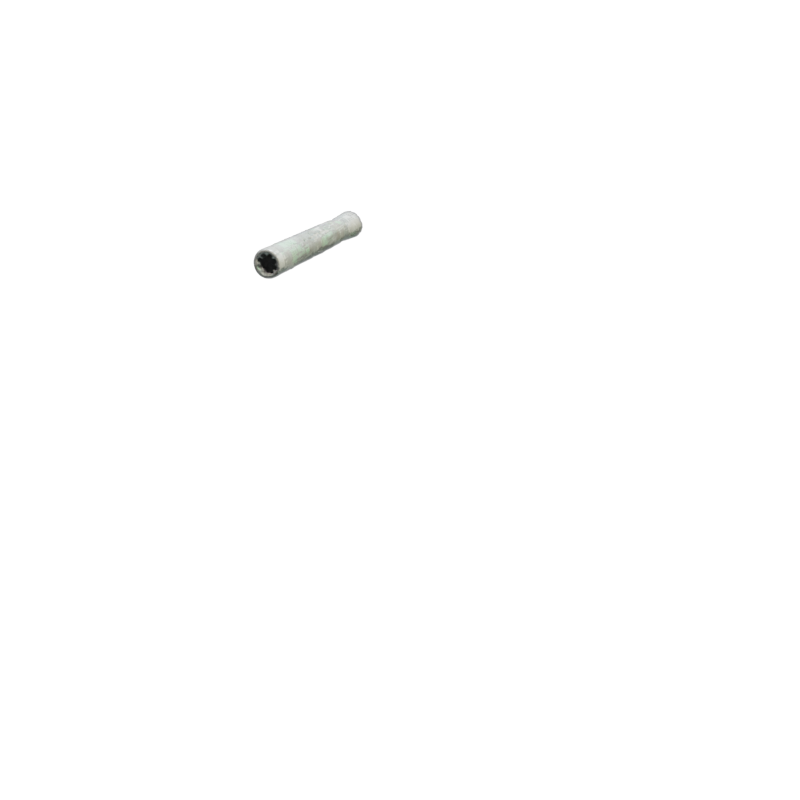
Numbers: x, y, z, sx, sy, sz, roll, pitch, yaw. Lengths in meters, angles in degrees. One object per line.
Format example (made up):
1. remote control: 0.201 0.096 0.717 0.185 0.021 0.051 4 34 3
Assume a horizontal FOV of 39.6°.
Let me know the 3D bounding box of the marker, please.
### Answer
1. marker: -0.056 -0.102 0.714 0.020 0.019 0.121 2 20 25
